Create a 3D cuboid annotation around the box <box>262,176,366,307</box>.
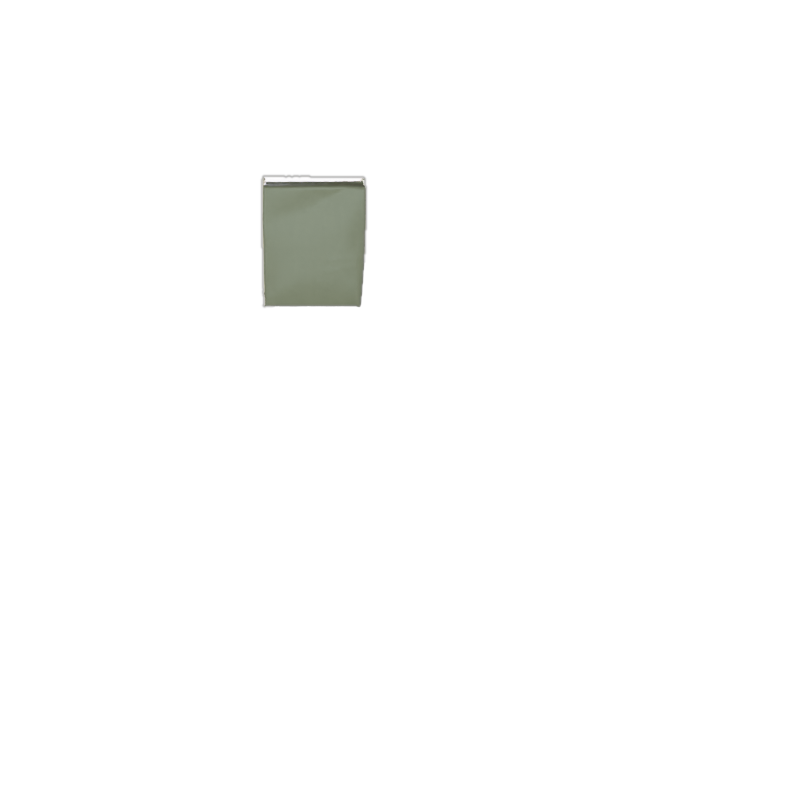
[{"bbox_3d":[-0.075,-0.138,0.965,0.090,0.109,0.040,1,17,-1],"label":"box"}]
